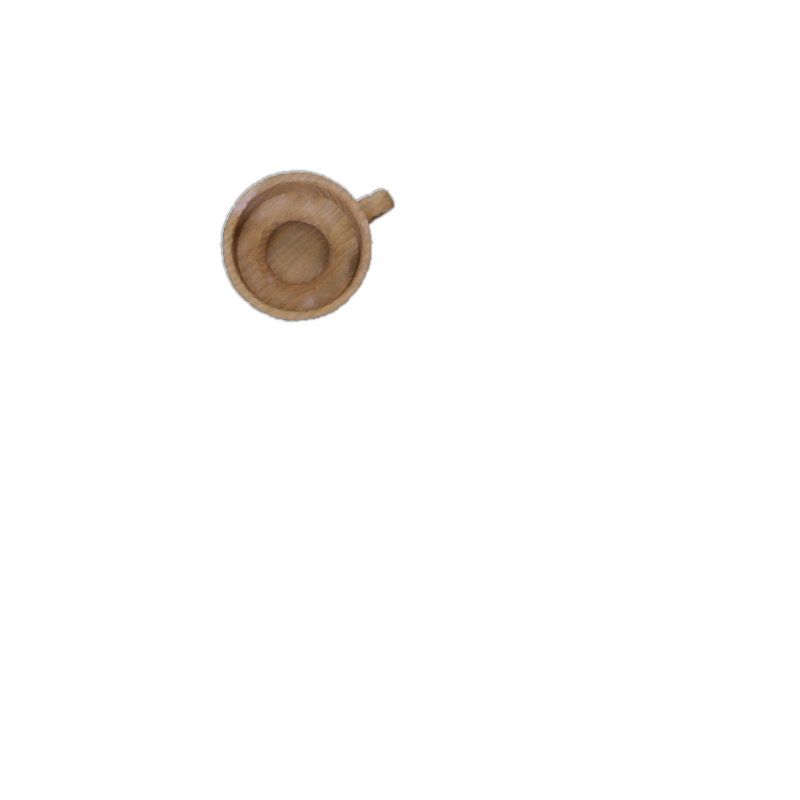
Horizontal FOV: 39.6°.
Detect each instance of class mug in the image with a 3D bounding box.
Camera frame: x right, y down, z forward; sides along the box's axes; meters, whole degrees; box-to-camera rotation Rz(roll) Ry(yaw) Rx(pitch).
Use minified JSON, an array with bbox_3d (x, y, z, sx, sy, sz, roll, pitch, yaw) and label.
[{"bbox_3d":[-0.057,-0.103,0.724,0.117,0.094,0.081,-33,-1,-3],"label":"mug"}]
